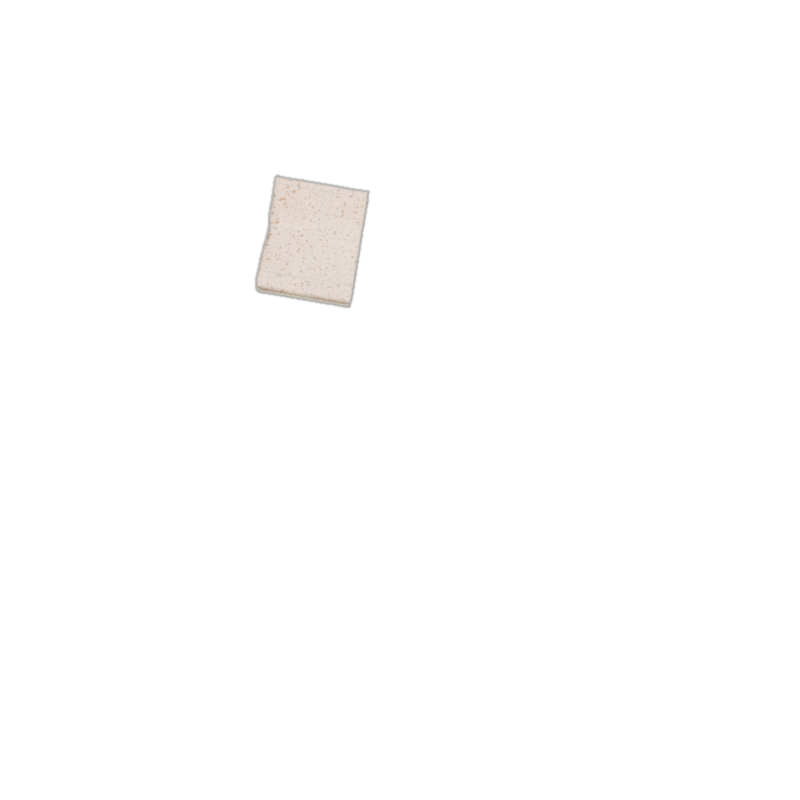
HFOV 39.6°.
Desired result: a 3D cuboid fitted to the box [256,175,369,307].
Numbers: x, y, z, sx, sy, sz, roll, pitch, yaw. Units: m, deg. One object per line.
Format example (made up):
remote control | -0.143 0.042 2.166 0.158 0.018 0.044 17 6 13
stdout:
box | -0.066 -0.120 0.842 0.073 0.091 0.029 10 -11 1
